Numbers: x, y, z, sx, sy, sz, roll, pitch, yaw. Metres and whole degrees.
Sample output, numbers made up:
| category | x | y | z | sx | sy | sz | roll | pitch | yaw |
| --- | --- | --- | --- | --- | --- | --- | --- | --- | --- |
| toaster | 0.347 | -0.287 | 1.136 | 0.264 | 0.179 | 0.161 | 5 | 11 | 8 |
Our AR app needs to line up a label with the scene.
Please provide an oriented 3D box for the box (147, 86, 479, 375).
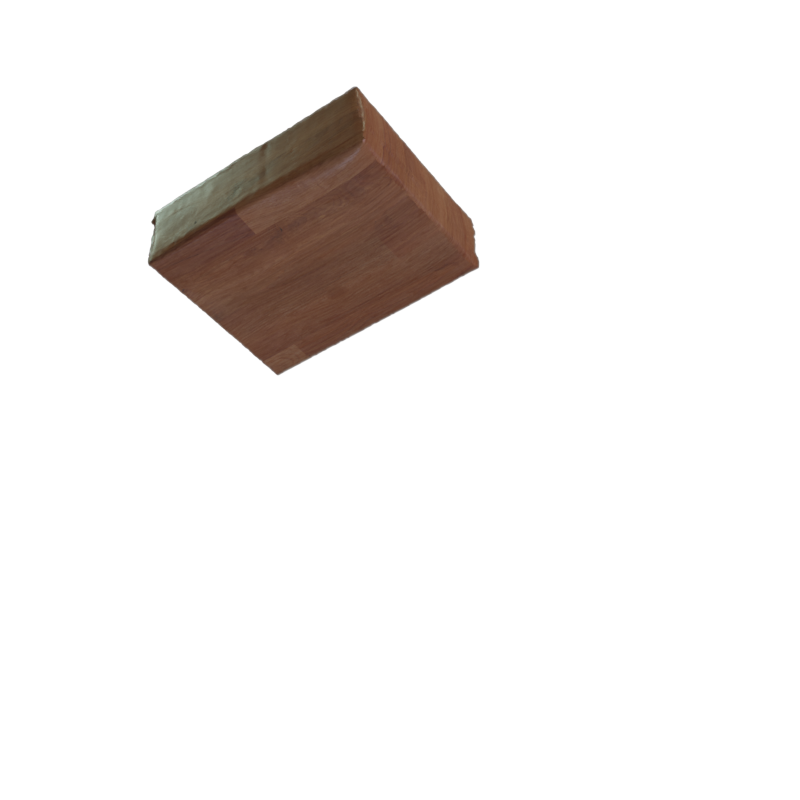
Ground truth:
| category | x | y | z | sx | sy | sz | roll | pitch | yaw |
| --- | --- | --- | --- | --- | --- | --- | --- | --- | --- |
| box | -0.037 | -0.068 | 0.475 | 0.114 | 0.042 | 0.083 | -25 | -48 | 24 |
